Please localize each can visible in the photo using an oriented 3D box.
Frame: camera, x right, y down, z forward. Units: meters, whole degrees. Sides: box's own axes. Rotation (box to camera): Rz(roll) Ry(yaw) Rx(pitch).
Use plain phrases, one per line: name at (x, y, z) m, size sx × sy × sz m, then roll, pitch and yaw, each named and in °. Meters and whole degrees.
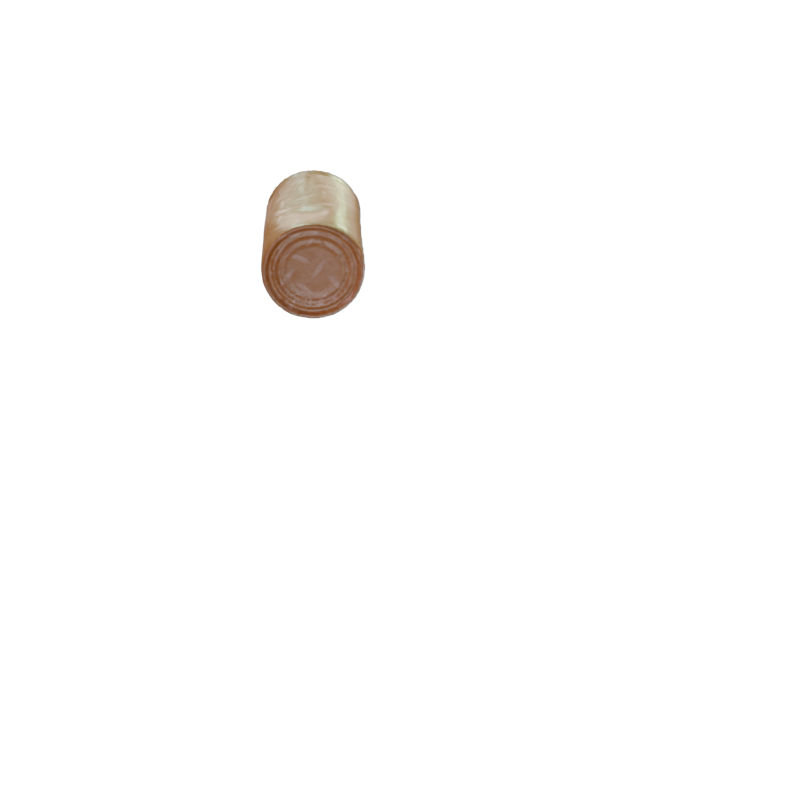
can at (-0.058, -0.107, 0.746) m, size 0.068 × 0.065 × 0.108 m, roll 0°, pitch 28°, yaw -3°
